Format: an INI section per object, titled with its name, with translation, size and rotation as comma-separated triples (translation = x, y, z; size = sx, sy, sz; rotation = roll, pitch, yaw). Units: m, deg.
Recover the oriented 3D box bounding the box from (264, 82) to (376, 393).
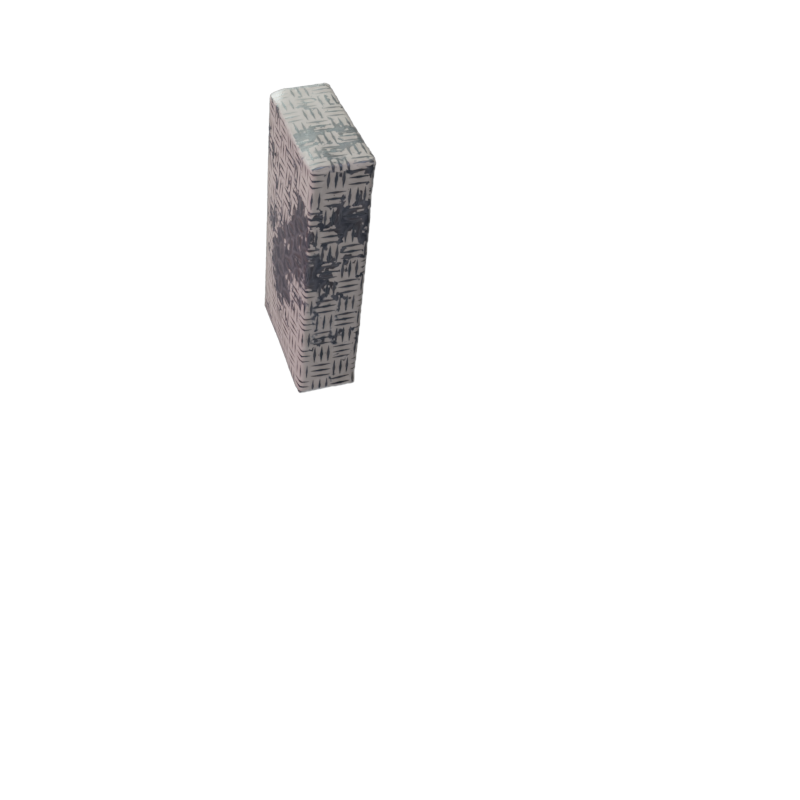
[box]
translation = -0.055, -0.100, 0.697
size = 0.047, 0.164, 0.101
rotation = -11, 44, -16
